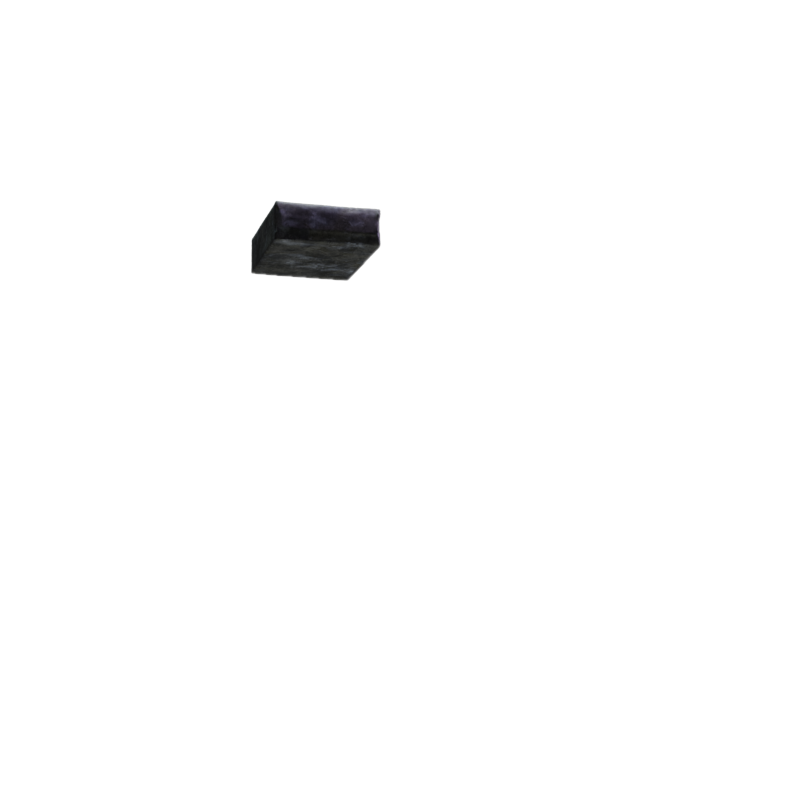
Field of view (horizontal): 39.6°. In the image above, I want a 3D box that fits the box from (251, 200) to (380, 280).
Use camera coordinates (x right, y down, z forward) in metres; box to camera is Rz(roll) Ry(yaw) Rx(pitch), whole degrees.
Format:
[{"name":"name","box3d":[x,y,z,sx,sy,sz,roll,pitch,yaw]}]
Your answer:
[{"name":"box","box3d":[-0.060,-0.110,0.767,0.072,0.031,0.088,3,-12,-15]}]
